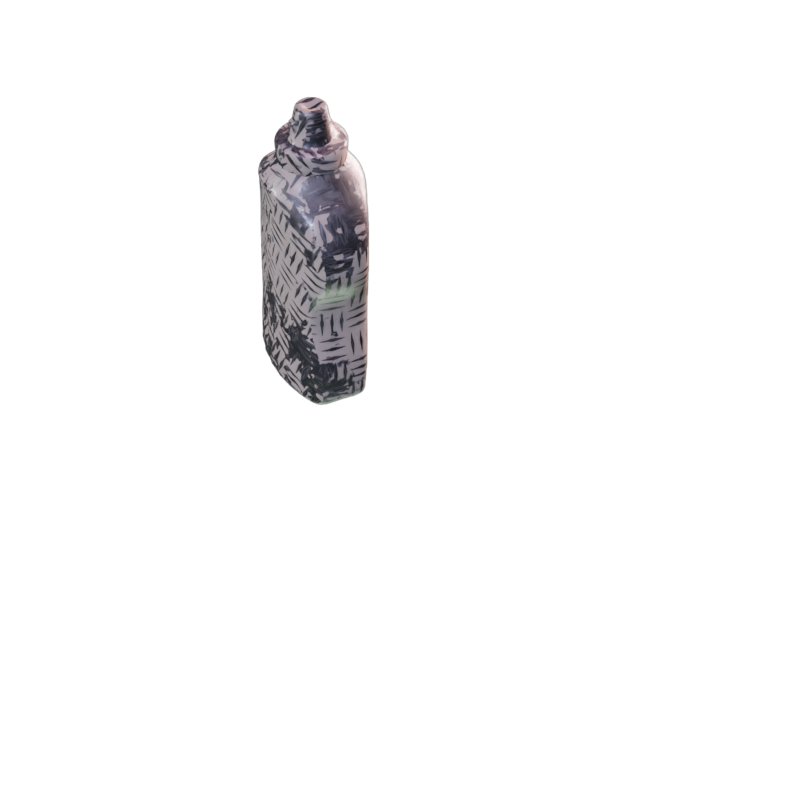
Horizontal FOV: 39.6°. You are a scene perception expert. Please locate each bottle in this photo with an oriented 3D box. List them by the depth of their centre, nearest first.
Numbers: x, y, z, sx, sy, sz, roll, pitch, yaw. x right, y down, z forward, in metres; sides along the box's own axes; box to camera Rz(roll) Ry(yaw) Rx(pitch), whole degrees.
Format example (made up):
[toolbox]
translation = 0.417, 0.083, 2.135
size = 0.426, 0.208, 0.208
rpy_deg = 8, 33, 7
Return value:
[bottle]
translation = -0.052, -0.093, 0.655
size = 0.058, 0.179, 0.104
rpy_deg = -14, 46, -18
